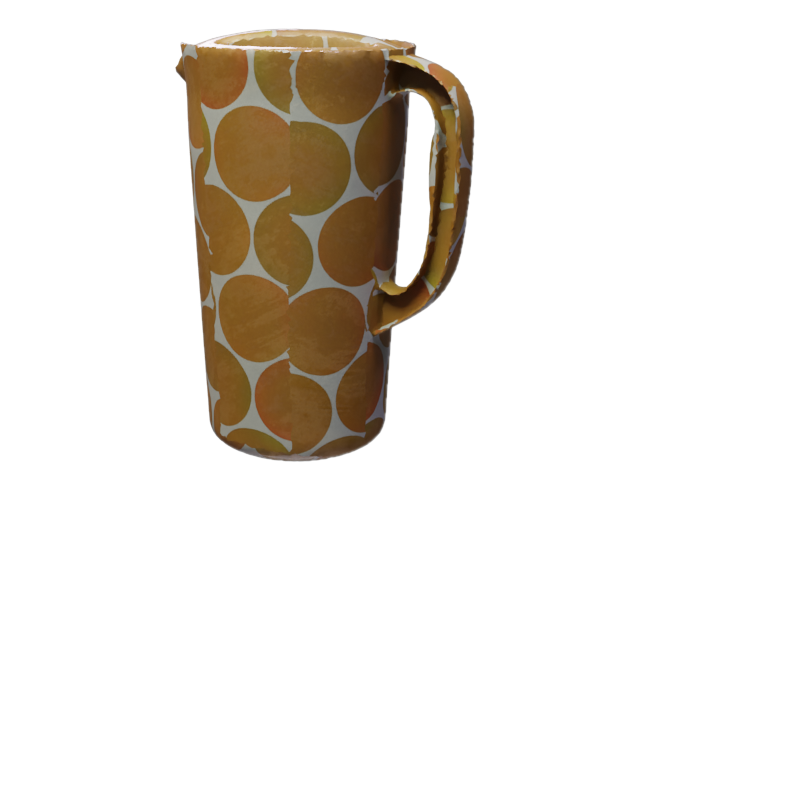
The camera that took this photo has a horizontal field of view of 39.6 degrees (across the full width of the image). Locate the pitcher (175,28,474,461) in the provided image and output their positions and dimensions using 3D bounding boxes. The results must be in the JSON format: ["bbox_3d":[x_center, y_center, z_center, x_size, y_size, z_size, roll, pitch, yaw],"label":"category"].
[{"bbox_3d":[-0.051,-0.092,0.646,0.142,0.235,0.157,-4,17,-17],"label":"pitcher"}]
